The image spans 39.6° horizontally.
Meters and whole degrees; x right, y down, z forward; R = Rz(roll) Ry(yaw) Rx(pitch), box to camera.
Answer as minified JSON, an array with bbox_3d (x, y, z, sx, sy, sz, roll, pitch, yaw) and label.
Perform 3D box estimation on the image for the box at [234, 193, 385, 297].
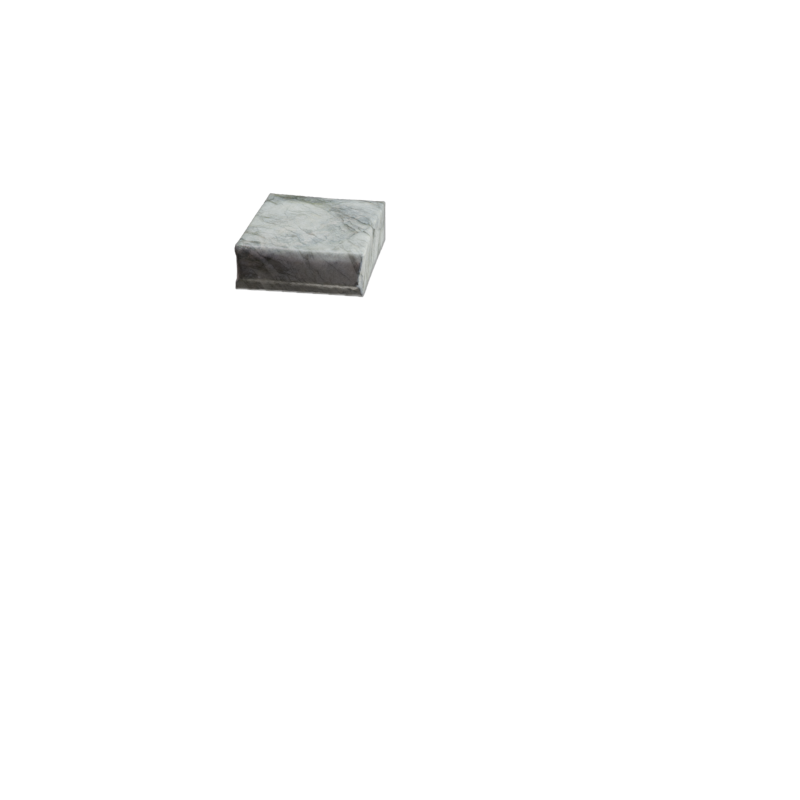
[{"bbox_3d":[-0.050,-0.091,0.641,0.074,0.029,0.093,4,28,8],"label":"box"}]
